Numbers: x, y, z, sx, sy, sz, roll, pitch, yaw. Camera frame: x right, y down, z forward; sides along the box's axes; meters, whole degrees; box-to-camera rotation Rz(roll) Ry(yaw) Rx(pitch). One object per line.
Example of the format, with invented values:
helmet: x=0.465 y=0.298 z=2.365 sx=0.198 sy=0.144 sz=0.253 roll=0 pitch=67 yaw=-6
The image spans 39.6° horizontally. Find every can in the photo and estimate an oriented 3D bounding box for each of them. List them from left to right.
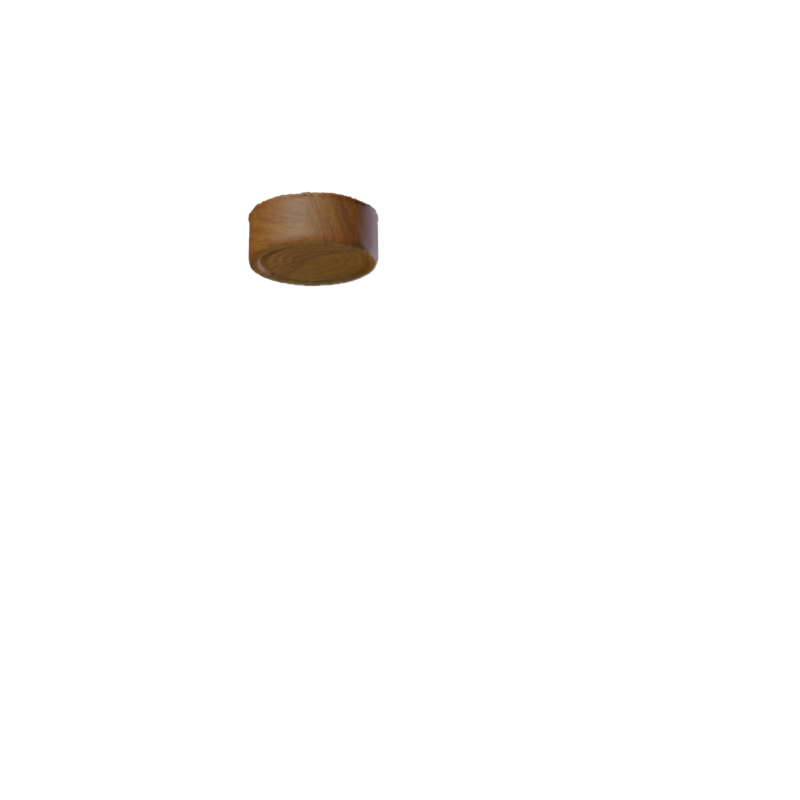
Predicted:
can: x=-0.057 y=-0.103 z=0.723 sx=0.086 sy=0.035 sz=0.082 roll=0 pitch=-15 yaw=-2
